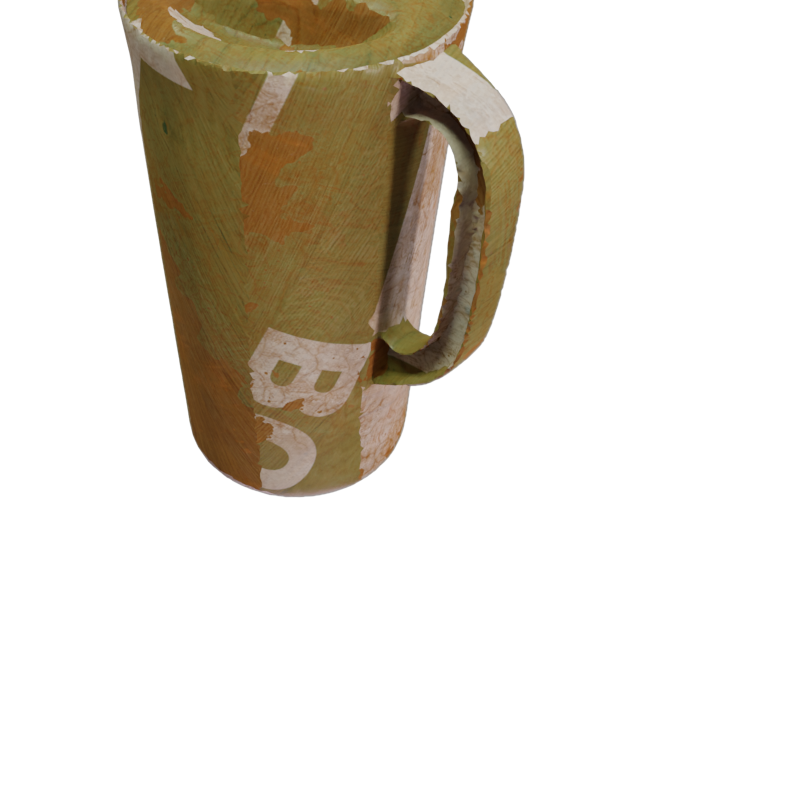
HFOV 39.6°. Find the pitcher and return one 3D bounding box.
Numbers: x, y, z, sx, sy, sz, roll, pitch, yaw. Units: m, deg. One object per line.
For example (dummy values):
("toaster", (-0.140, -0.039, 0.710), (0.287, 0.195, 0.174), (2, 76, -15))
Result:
("pitcher", (-0.037, -0.068, 0.477), (0.144, 0.227, 0.160), (0, 41, -3))
